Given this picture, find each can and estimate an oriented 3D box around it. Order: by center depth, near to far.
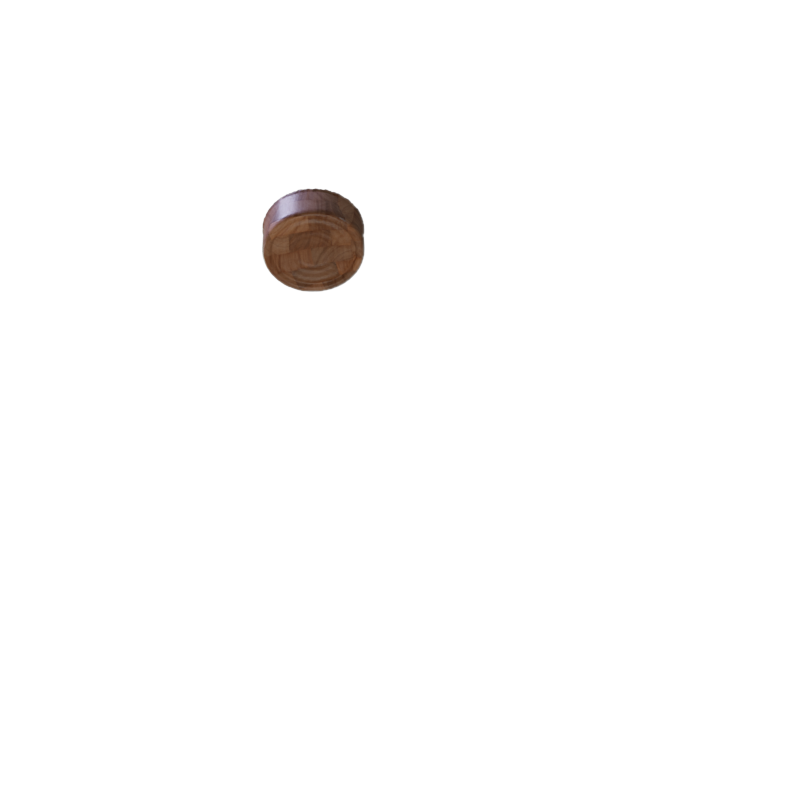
[{"bbox_3d":[-0.072,-0.131,0.920,0.086,0.080,0.036,1,41,-1],"label":"can"}]
